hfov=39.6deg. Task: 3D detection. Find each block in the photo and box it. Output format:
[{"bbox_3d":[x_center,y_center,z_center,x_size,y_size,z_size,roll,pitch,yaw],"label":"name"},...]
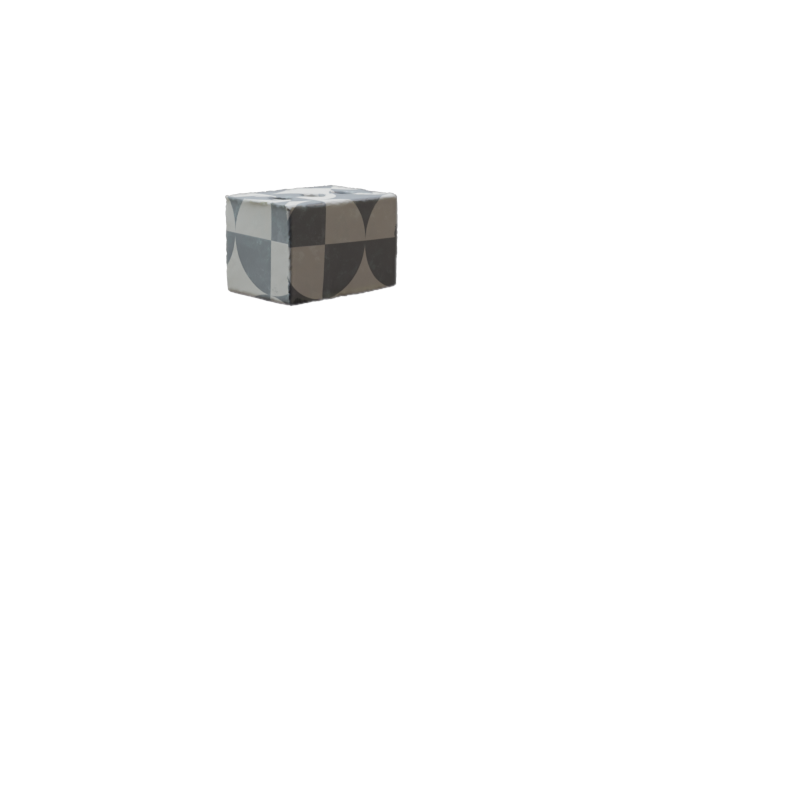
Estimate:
[{"bbox_3d":[-0.045,-0.083,0.581,0.076,0.050,0.056,-14,19,-43],"label":"block"}]
